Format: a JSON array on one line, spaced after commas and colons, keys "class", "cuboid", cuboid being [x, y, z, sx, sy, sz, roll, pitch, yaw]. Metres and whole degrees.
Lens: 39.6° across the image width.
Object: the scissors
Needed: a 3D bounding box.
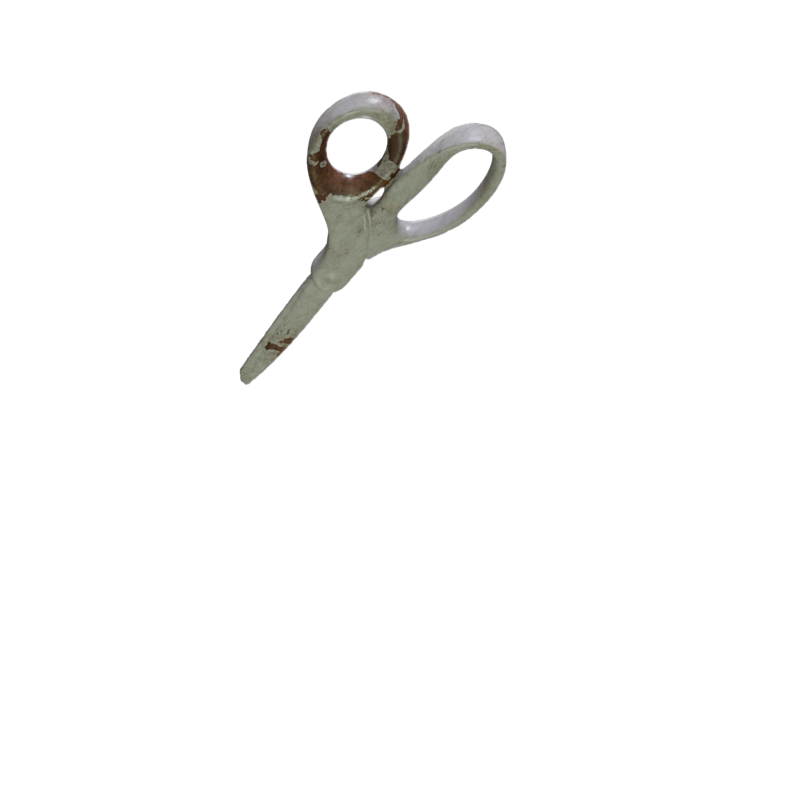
[{"class": "scissors", "cuboid": [-0.041, -0.075, 0.526, 0.200, 0.017, 0.090, -32, -52, 30]}]
